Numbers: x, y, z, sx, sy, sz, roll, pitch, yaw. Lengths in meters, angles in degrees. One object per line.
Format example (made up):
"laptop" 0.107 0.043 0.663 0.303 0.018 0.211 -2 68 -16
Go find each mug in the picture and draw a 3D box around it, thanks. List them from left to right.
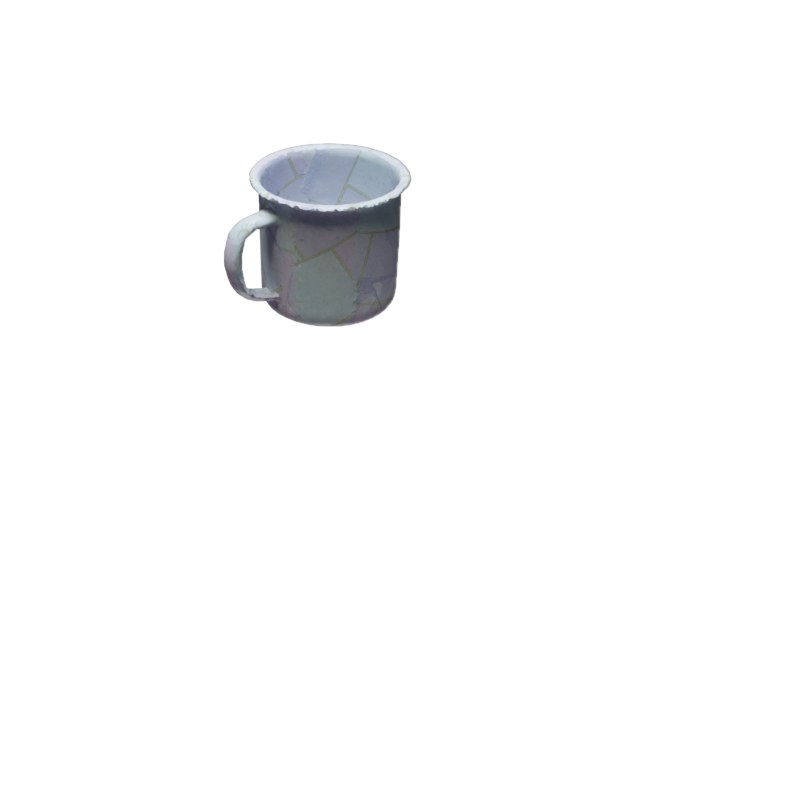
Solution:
"mug" -0.051 -0.092 0.648 0.116 0.077 0.100 -24 40 -34
